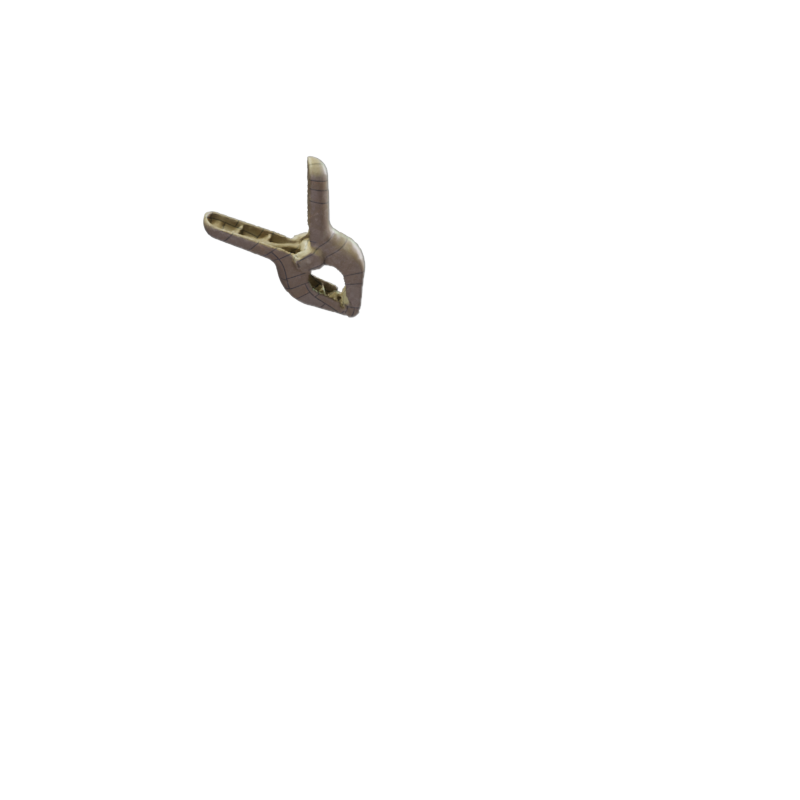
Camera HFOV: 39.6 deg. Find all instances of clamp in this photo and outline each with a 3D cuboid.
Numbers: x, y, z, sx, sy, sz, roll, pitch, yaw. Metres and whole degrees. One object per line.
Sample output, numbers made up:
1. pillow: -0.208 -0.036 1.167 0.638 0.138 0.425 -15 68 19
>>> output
1. clamp: -0.077 -0.140 0.983 0.120 0.042 0.160 -29 -49 28
